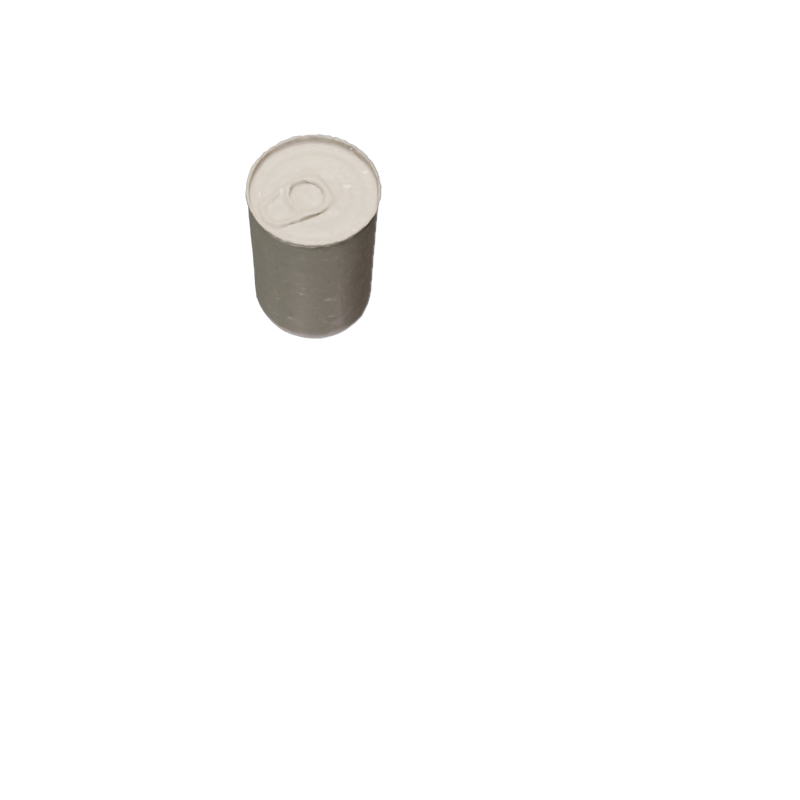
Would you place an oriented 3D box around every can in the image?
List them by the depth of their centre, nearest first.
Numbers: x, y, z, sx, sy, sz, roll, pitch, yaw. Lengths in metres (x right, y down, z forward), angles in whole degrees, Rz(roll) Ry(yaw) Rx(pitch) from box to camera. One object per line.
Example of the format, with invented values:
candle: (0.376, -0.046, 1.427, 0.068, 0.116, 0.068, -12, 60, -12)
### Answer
can: (-0.047, -0.085, 0.595, 0.068, 0.073, 0.096, 0, -28, -3)
